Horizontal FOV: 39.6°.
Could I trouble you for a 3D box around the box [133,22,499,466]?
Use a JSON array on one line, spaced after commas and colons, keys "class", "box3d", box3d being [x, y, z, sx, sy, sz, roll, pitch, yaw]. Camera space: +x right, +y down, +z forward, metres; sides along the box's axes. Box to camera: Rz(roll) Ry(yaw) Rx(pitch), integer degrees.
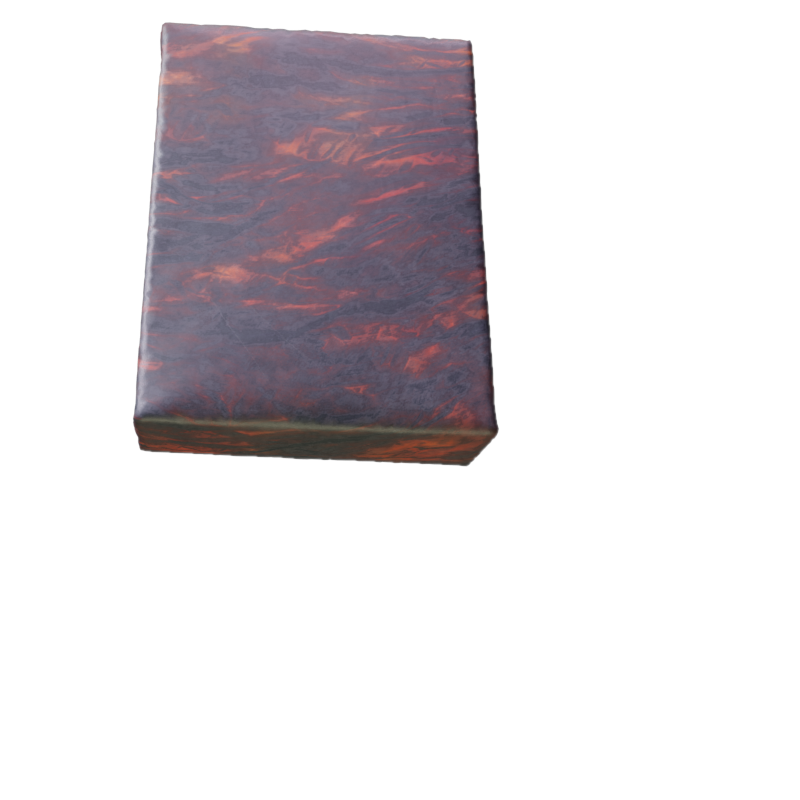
[{"class": "box", "box3d": [-0.044, -0.080, 0.557, 0.163, 0.226, 0.069, 1, -24, -6]}]
